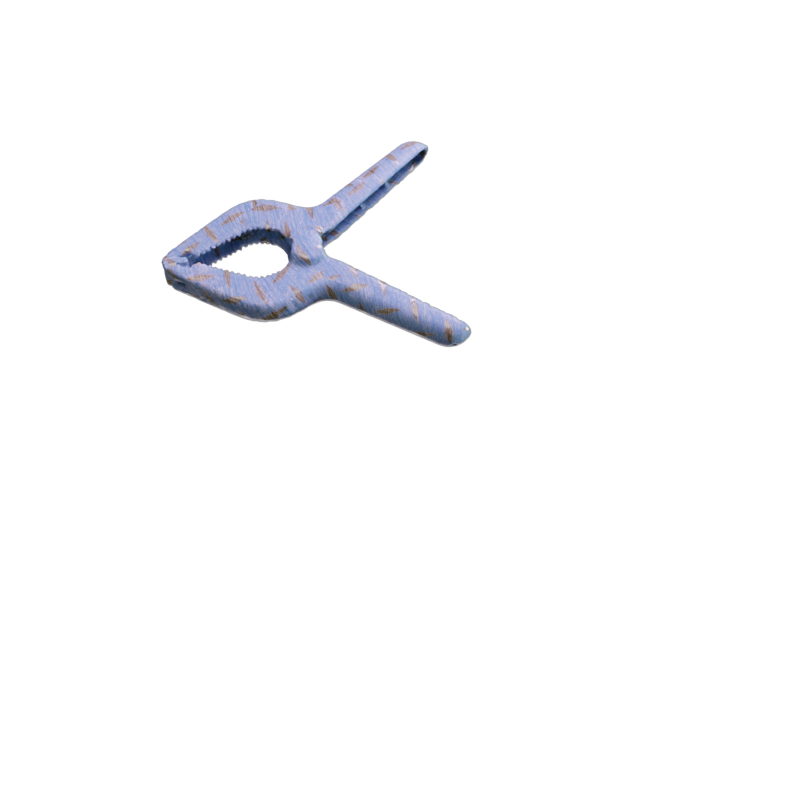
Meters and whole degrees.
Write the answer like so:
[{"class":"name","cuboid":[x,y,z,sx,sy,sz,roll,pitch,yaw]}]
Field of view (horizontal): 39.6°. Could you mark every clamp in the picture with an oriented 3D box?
[{"class":"clamp","cuboid":[-0.061,-0.112,0.785,0.210,0.175,0.034,-2,-29,-1]}]
